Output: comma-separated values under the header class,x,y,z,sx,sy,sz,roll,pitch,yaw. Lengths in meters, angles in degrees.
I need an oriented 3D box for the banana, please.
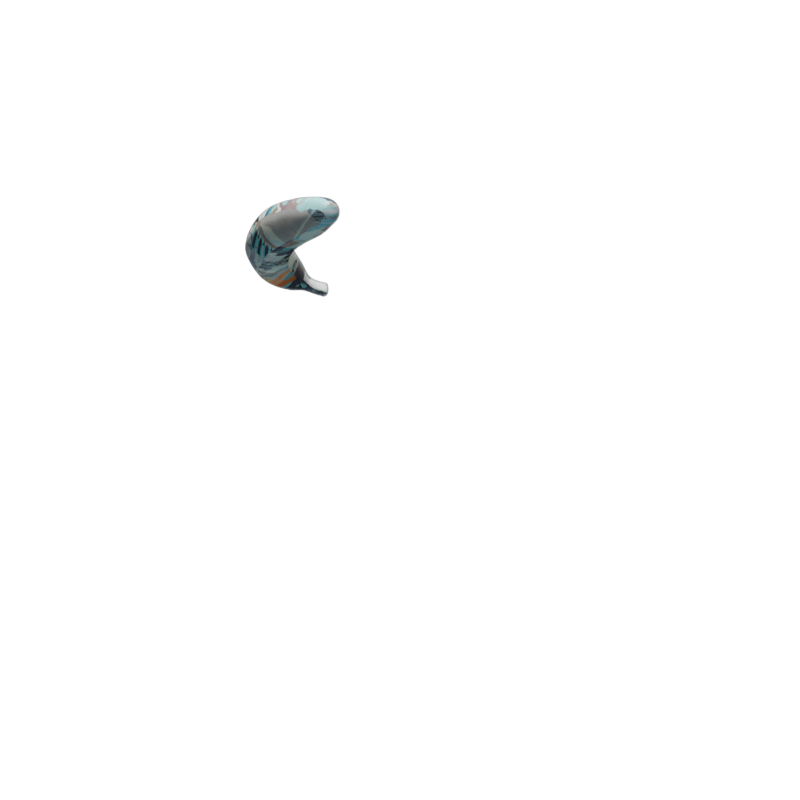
class,x,y,z,sx,sy,sz,roll,pitch,yaw
banana,-0.086,-0.122,0.860,0.069,0.038,0.192,1,-10,-5
